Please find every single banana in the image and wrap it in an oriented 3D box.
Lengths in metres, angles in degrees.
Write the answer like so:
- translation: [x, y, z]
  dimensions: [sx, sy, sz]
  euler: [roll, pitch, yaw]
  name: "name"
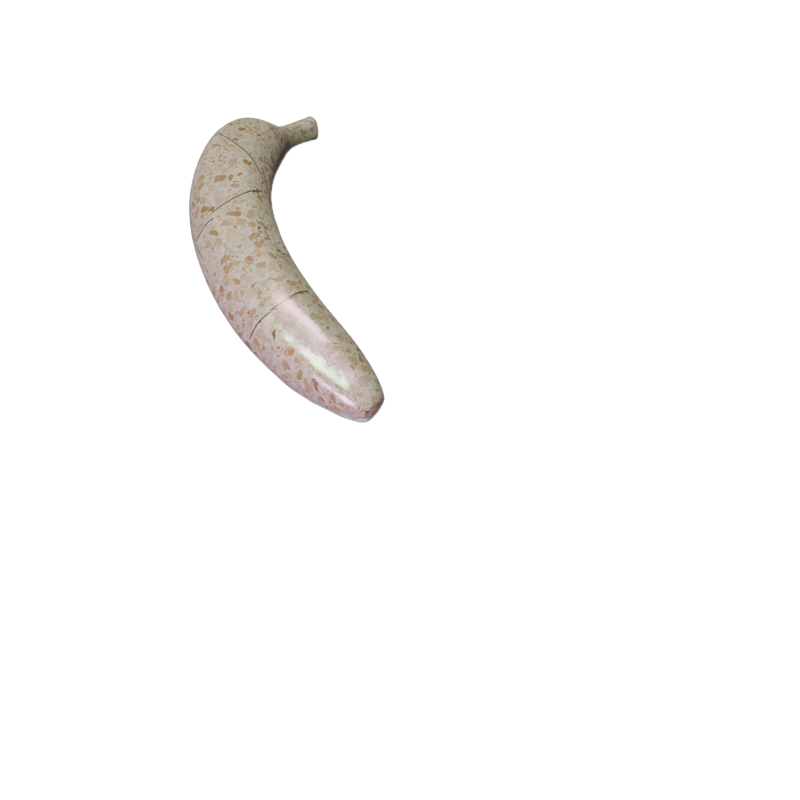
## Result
- translation: [-0.057, -0.071, 0.489]
  dimensions: [0.069, 0.214, 0.034]
  euler: [-7, -42, -7]
  name: "banana"
